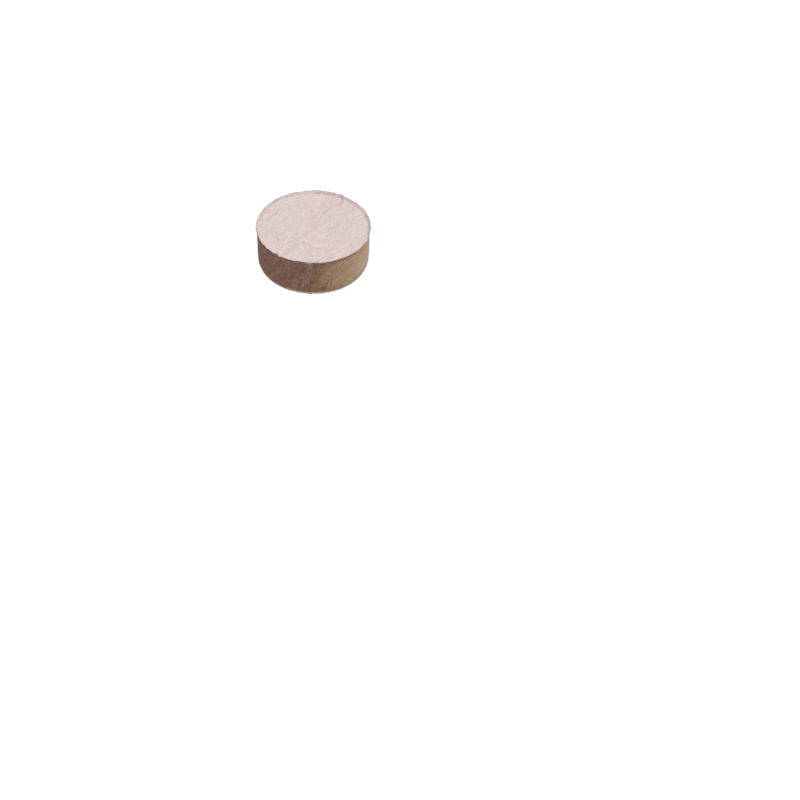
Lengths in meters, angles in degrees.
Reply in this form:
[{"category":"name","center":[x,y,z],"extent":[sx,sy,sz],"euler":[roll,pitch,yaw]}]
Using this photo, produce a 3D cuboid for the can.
[{"category":"can","center":[-0.065,-0.119,0.834],"extent":[0.086,0.031,0.092],"euler":[-1,44,-1]}]
